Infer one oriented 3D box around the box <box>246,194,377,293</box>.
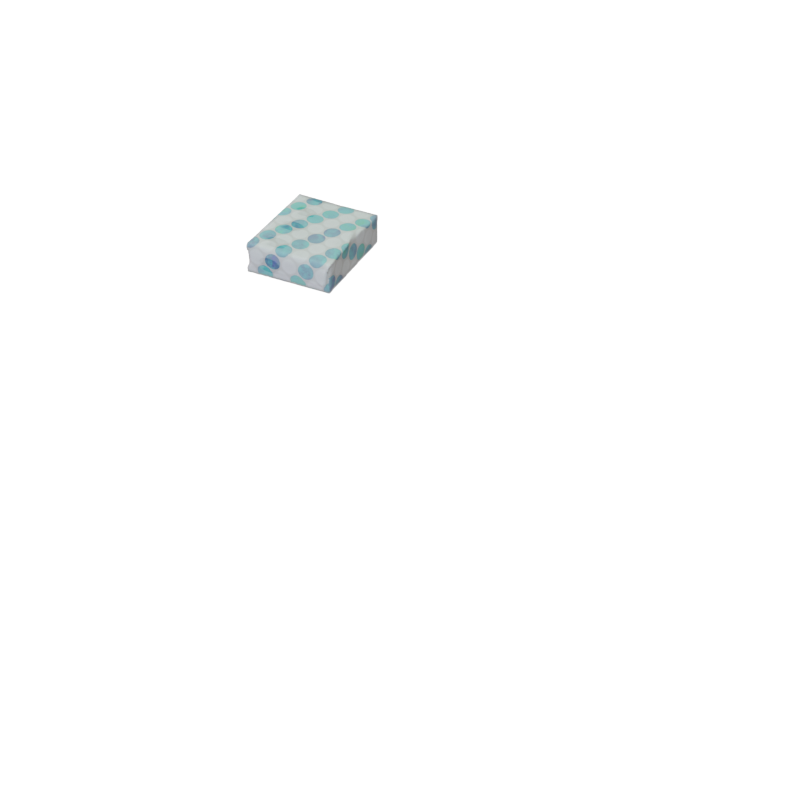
[{"bbox_3d":[-0.069,-0.125,0.879,0.076,0.028,0.092,17,40,20],"label":"box"}]
